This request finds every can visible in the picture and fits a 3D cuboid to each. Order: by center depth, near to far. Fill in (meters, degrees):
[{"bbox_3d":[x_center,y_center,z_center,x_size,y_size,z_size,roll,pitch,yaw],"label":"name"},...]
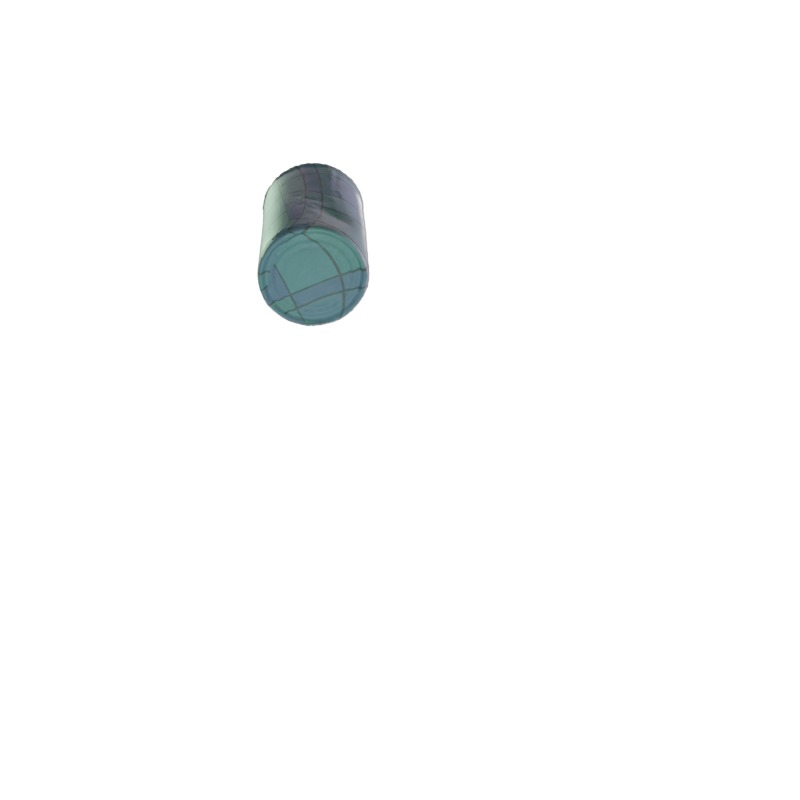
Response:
[{"bbox_3d":[-0.055,-0.100,0.699,0.068,0.065,0.109,0,30,-3],"label":"can"}]
